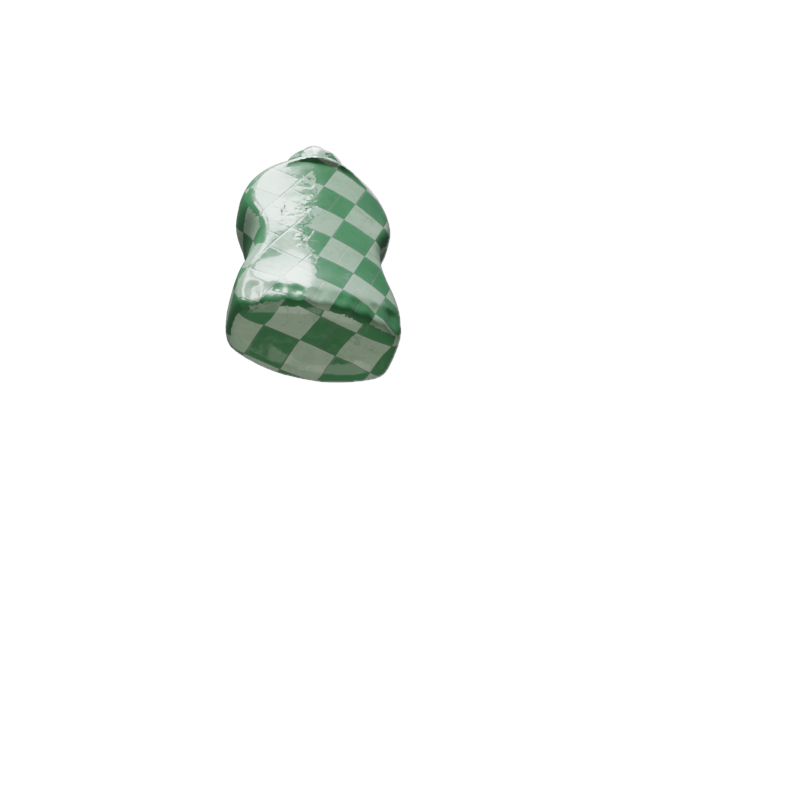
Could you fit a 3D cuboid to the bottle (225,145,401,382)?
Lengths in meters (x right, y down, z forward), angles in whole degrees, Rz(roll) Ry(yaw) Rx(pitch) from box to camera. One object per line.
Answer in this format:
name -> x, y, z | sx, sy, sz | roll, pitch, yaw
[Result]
bottle -> -0.053, -0.098, 0.681 | 0.094, 0.055, 0.206 | 9, 40, -11
